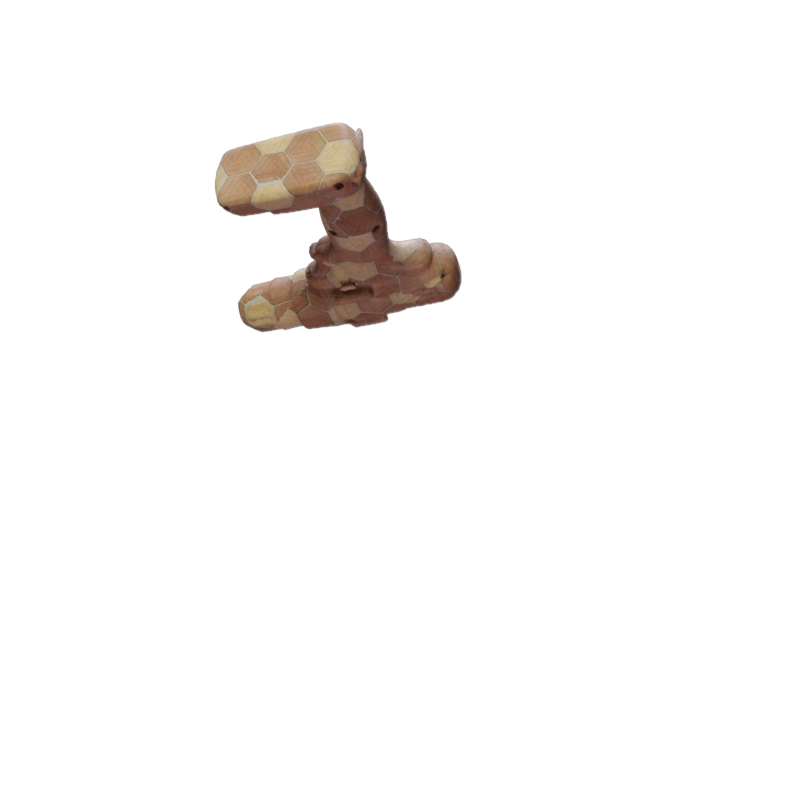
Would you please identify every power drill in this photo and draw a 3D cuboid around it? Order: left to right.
[{"bbox_3d":[-0.065,-0.118,0.827,0.187,0.061,0.173,-11,-32,17],"label":"power drill"}]
